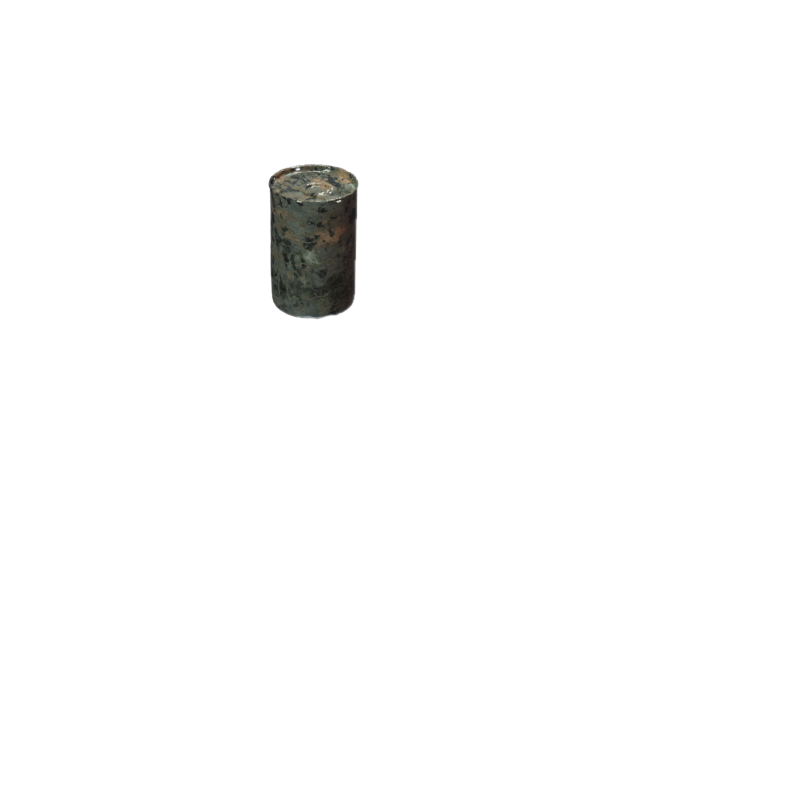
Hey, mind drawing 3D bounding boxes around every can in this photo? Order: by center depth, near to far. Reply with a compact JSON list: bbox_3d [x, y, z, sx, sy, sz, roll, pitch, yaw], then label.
[{"bbox_3d":[-0.067,-0.122,0.857,0.068,0.096,0.073,0,30,-3],"label":"can"}]
